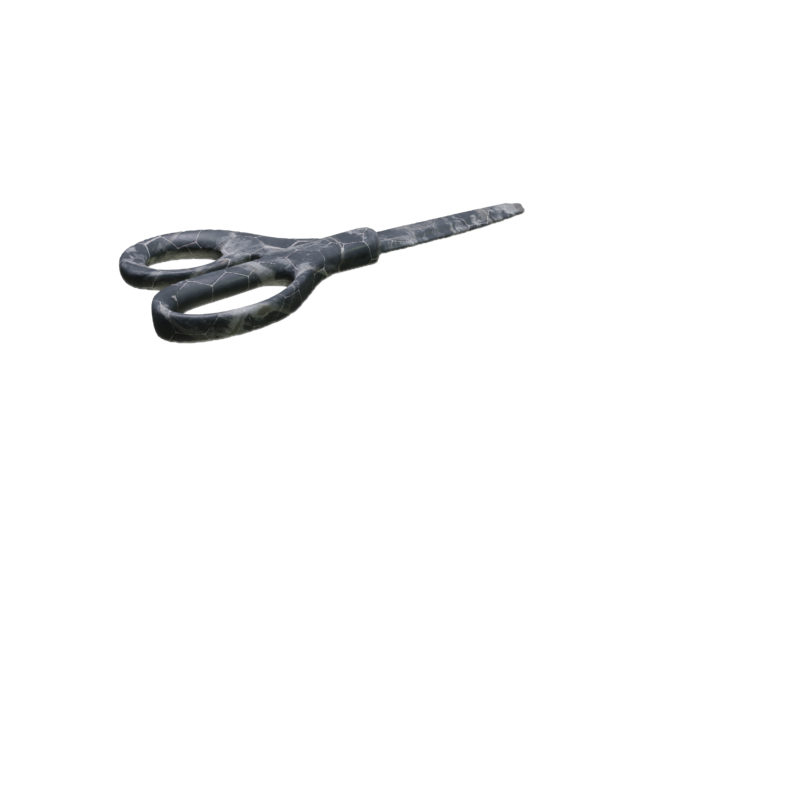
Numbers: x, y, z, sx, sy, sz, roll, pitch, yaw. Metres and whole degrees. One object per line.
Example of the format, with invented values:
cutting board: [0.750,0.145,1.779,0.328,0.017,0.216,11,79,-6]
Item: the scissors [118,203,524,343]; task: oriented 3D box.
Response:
scissors: [-0.039,-0.071,0.500,0.102,0.015,0.201,22,36,34]
